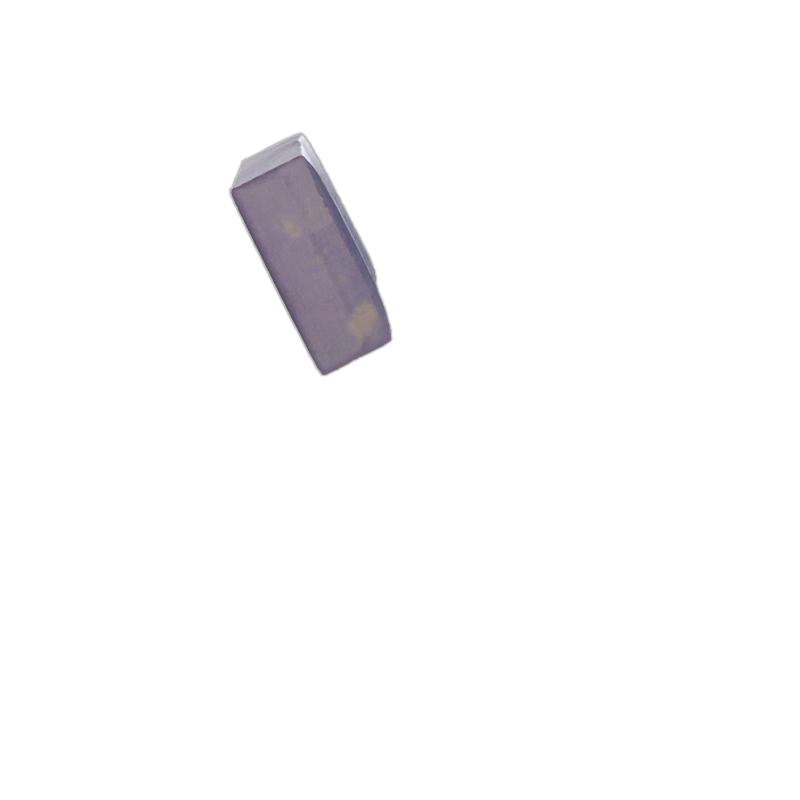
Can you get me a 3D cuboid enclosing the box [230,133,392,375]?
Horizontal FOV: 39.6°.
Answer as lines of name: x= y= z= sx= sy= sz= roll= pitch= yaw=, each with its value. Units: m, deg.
box: x=-0.074 y=-0.134 z=0.941 sx=0.072 sy=0.159 sz=0.221 roll=-26 pitch=15 yaw=4
